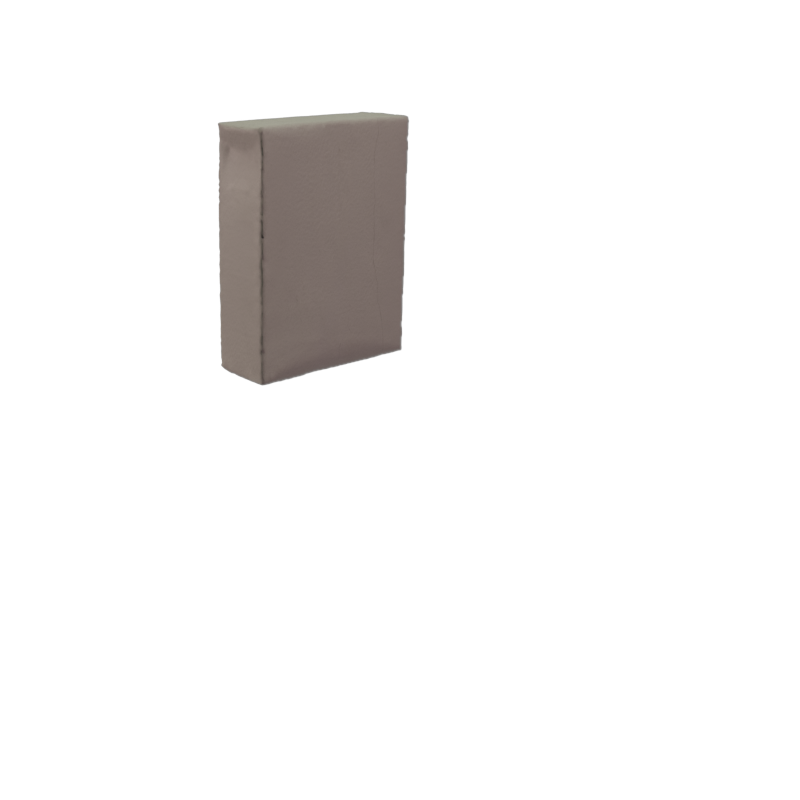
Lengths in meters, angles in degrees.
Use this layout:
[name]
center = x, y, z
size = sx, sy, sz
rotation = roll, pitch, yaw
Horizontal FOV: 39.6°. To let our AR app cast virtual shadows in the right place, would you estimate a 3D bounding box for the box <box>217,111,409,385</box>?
[box]
center = -0.075, -0.136, 0.954
size = 0.160, 0.208, 0.076
rotation = -12, 18, -42
